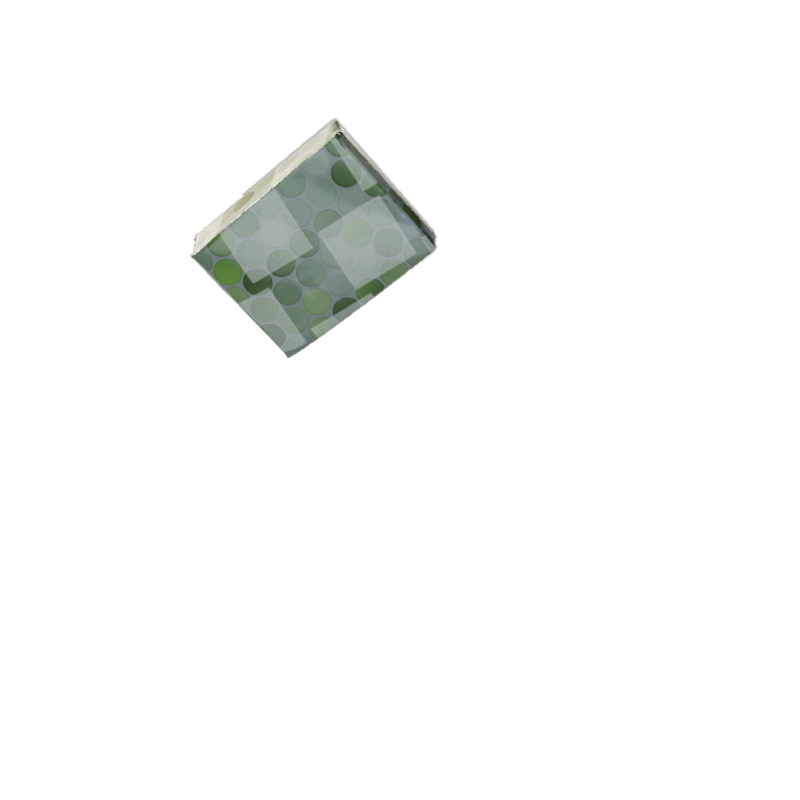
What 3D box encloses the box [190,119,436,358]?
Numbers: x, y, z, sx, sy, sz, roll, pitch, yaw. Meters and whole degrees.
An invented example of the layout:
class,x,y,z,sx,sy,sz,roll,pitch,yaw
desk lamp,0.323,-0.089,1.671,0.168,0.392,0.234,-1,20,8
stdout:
class,x,y,z,sx,sy,sz,roll,pitch,yaw
box,-0.050,-0.091,0.639,0.113,0.086,0.041,-38,17,13
